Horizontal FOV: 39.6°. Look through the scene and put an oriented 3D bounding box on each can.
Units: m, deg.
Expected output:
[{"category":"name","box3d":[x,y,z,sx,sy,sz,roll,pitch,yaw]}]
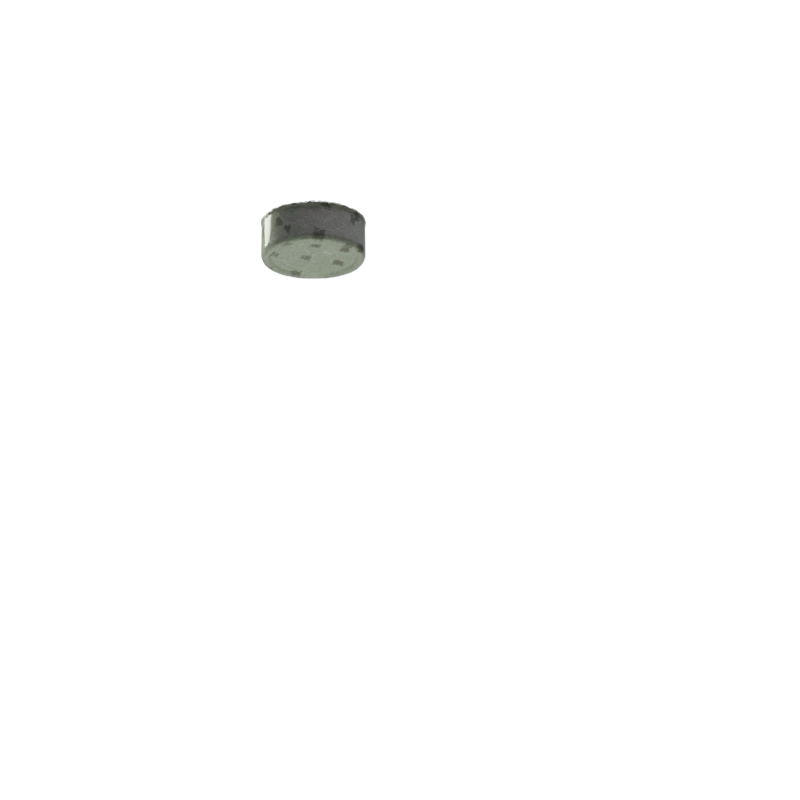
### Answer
[{"category":"can","box3d":[-0.070,-0.129,0.900,0.086,0.035,0.082,0,-17,-2]}]
